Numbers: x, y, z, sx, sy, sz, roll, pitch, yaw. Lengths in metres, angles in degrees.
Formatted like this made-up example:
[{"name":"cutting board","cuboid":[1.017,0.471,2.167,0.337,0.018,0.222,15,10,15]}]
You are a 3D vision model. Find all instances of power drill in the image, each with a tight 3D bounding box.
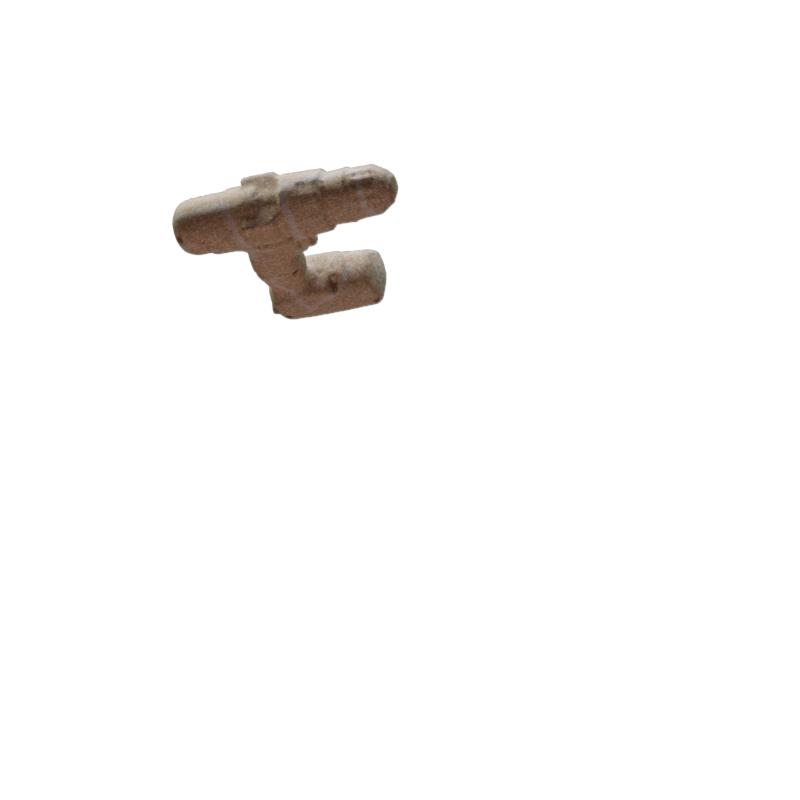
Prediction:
[{"name":"power drill","cuboid":[-0.073,-0.132,0.927,0.187,0.060,0.175,-7,-22,17]}]
